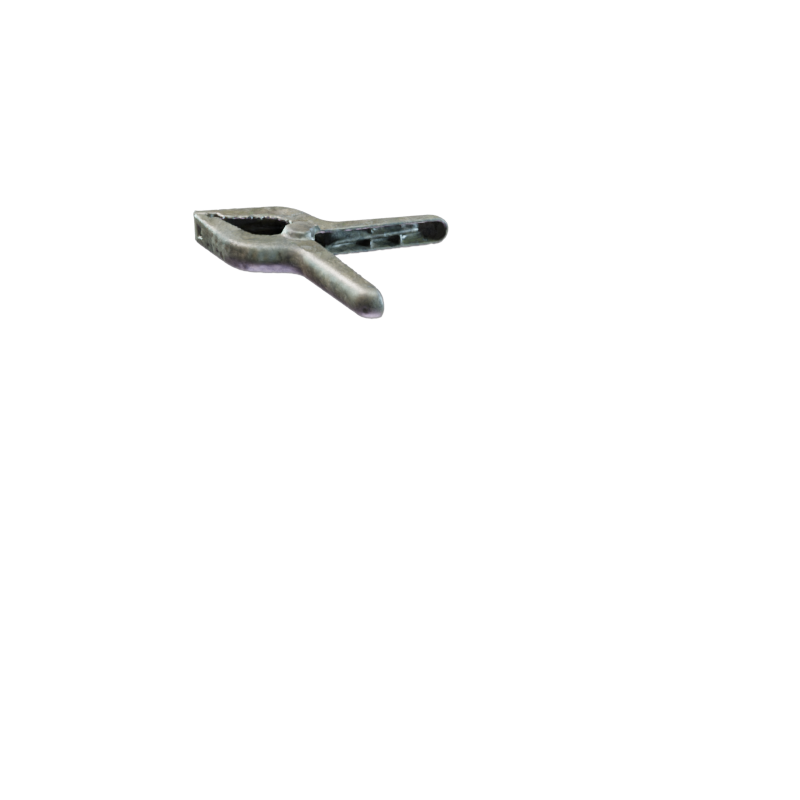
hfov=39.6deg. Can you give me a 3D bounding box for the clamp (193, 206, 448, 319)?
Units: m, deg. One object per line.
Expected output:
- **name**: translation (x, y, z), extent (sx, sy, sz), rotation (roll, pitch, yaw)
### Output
- **clamp**: translation (-0.072, -0.131, 0.920), extent (0.220, 0.034, 0.167), rotation (16, 34, 25)
